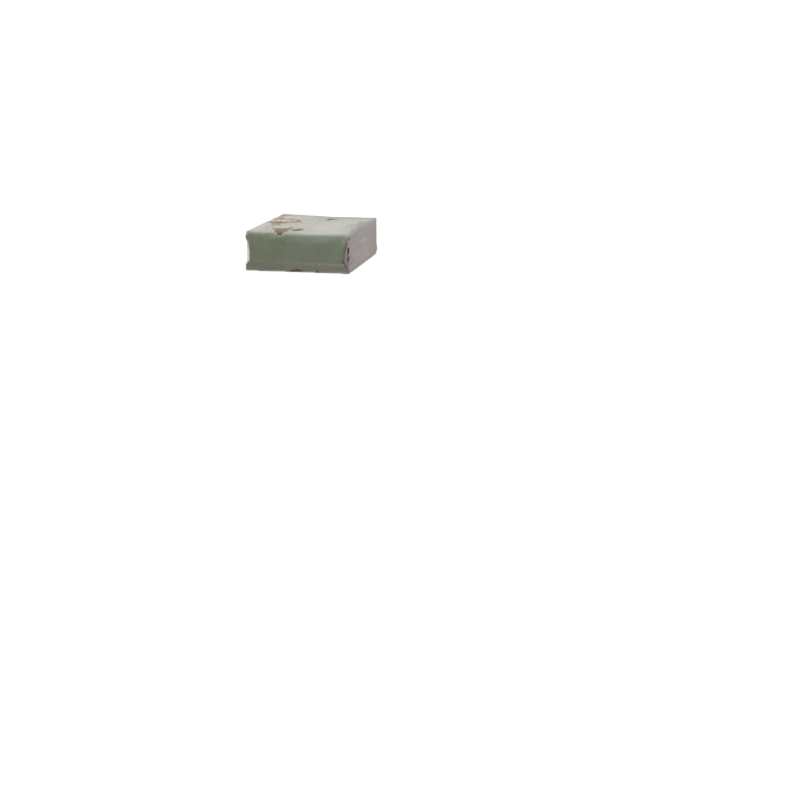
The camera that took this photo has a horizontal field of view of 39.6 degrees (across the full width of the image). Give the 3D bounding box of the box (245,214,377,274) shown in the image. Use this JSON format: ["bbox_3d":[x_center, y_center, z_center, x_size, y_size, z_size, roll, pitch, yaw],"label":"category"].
[{"bbox_3d":[-0.061,-0.111,0.778,0.075,0.029,0.090,4,16,13],"label":"box"}]
